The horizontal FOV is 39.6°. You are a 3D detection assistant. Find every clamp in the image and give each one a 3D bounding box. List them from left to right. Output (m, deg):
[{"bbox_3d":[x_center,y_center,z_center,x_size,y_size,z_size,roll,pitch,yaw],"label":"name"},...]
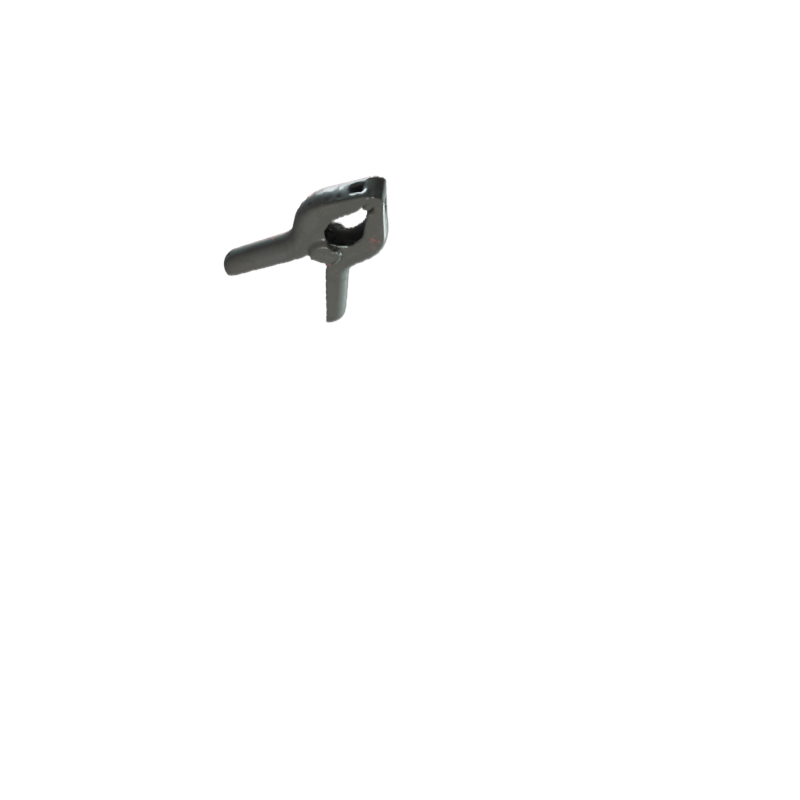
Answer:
[{"bbox_3d":[-0.074,-0.135,0.944,0.116,0.042,0.165,16,-42,-19],"label":"clamp"}]
